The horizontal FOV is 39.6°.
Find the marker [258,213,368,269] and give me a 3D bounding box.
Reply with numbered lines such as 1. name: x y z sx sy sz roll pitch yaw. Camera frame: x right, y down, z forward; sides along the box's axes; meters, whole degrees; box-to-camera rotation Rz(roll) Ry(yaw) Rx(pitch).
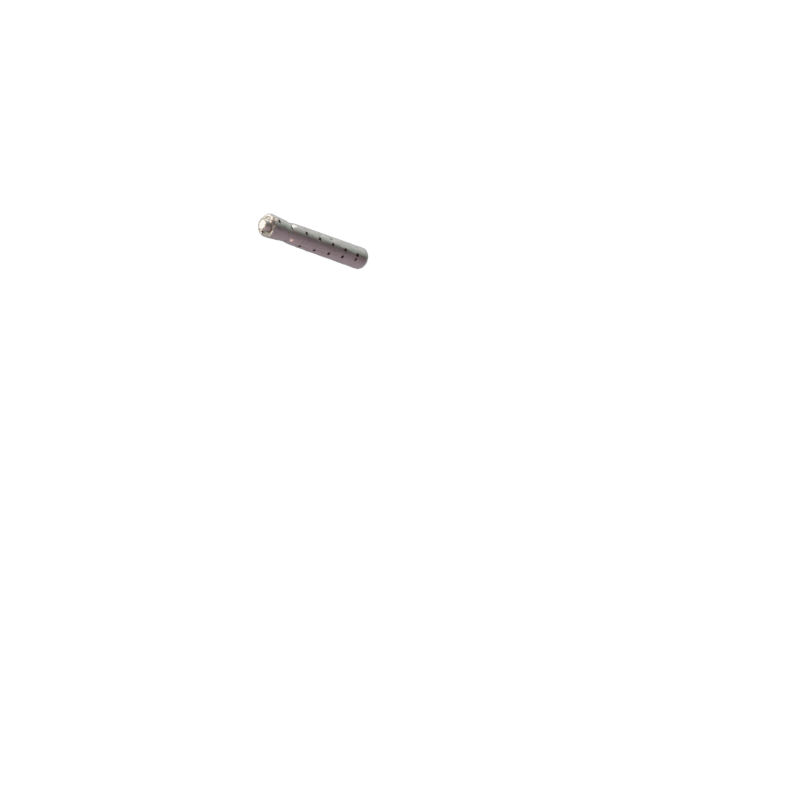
1. marker: -0.069 -0.127 0.886 0.021 0.020 0.114 3 -6 40
